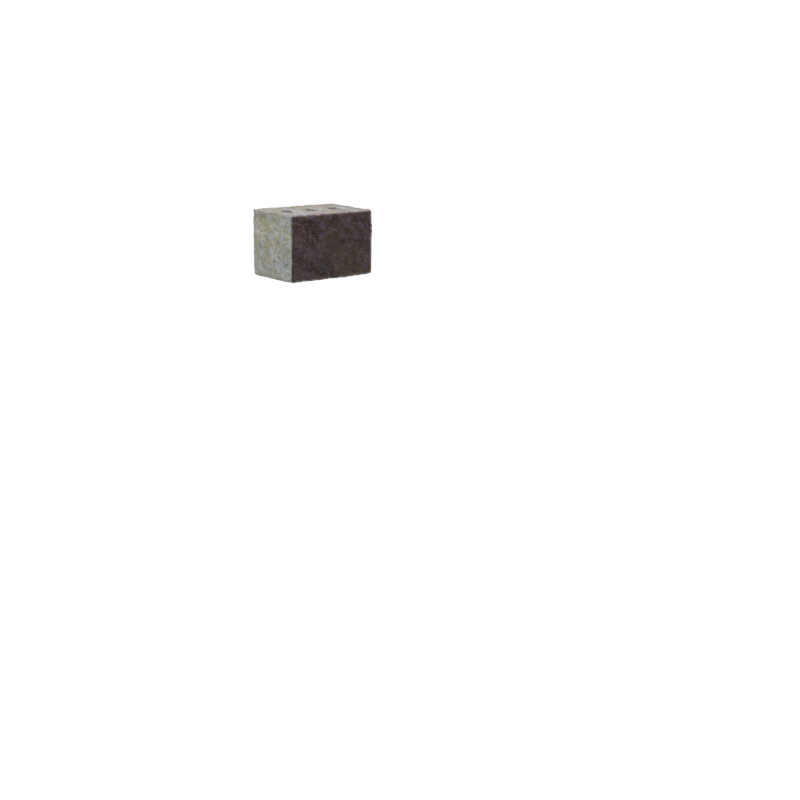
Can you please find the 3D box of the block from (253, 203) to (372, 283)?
[{"bbox_3d":[-0.067,-0.121,0.850,0.076,0.050,0.056,-10,16,-37],"label":"block"}]
